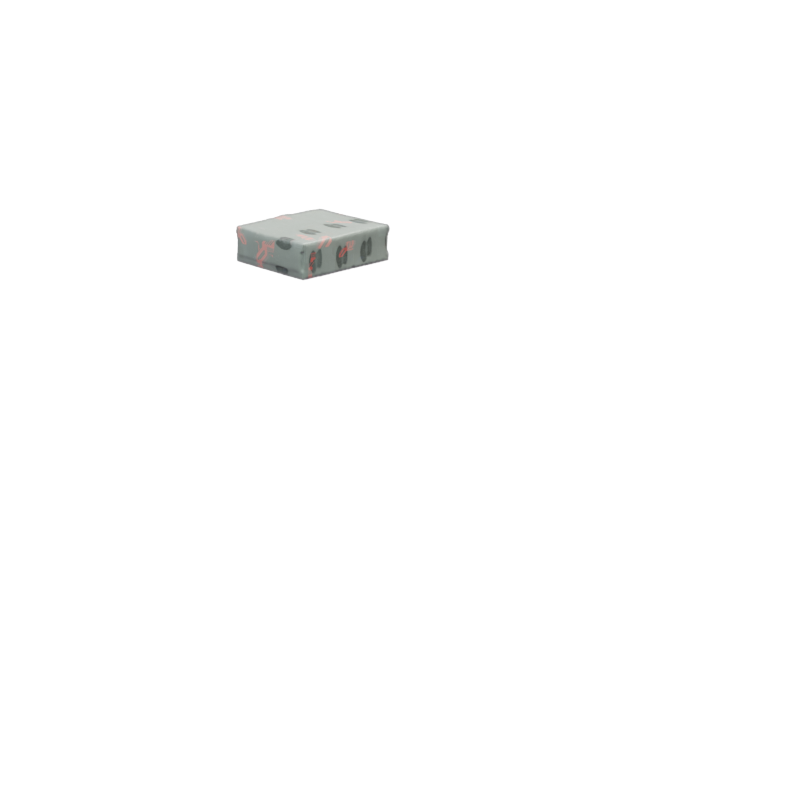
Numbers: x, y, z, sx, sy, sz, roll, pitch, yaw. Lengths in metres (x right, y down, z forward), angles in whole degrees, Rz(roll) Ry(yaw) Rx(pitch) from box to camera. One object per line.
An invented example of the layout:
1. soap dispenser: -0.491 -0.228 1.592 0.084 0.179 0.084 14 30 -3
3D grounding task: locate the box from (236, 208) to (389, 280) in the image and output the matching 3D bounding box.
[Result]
1. box: -0.063 -0.116 0.811 0.077 0.029 0.088 20 29 41
